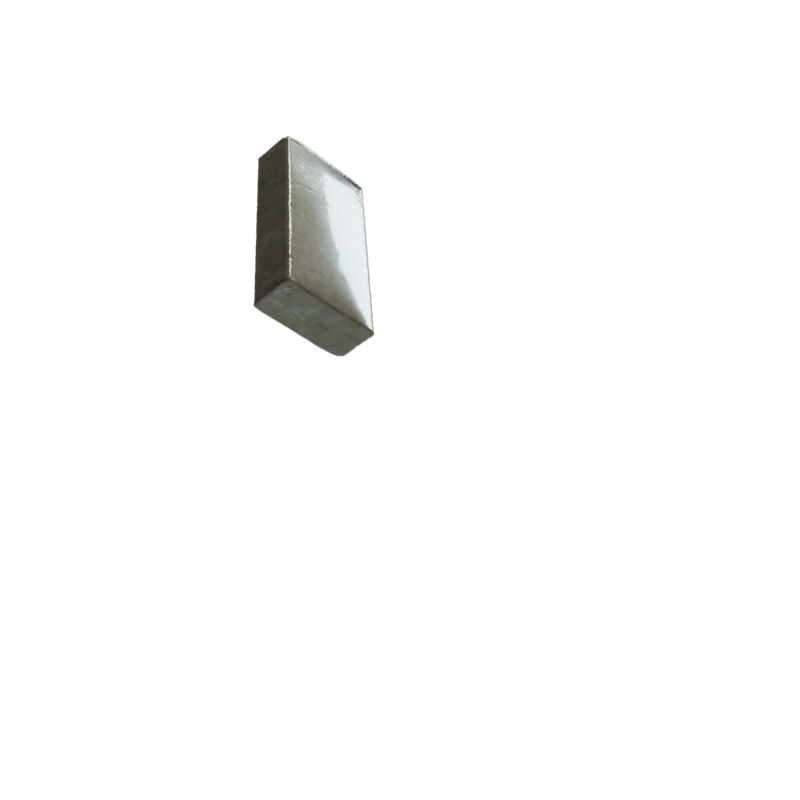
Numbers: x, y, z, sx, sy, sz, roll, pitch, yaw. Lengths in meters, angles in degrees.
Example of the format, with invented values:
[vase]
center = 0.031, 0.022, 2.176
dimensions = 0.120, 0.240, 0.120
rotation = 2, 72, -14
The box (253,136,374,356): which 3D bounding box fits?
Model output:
[box]
center = -0.070, -0.128, 0.893
dimensions = 0.088, 0.189, 0.048
rotation = 31, -52, -33
